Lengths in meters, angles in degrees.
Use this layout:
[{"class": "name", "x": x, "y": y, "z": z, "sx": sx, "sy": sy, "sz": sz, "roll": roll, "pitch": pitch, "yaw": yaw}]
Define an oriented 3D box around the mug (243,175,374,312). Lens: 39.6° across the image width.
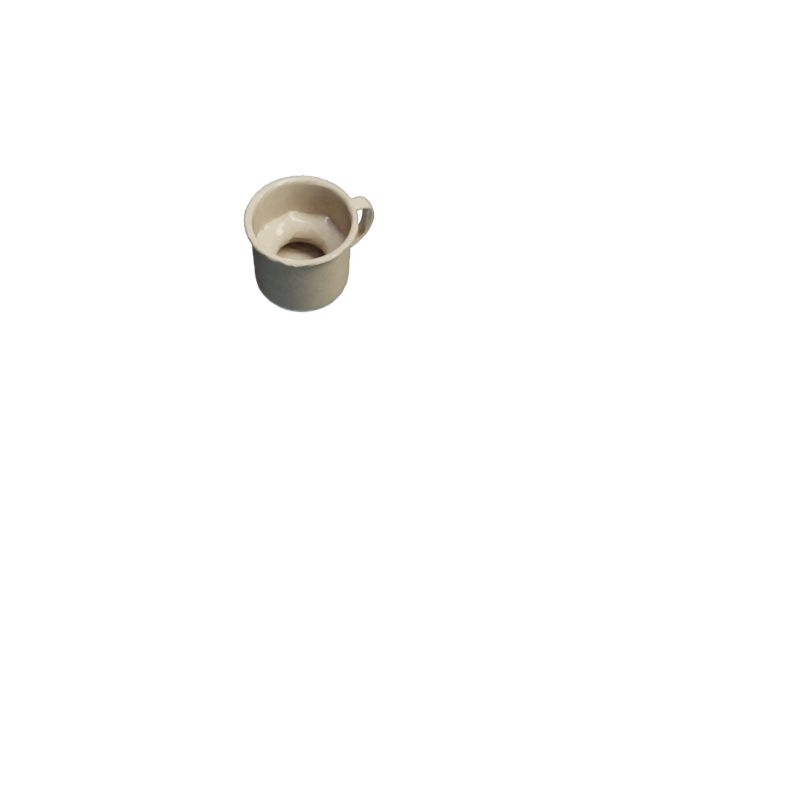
[{"class": "mug", "x": -0.073, "y": -0.133, "z": 0.933, "sx": 0.117, "sy": 0.099, "sz": 0.076, "roll": -31, "pitch": -27, "yaw": -20}]
